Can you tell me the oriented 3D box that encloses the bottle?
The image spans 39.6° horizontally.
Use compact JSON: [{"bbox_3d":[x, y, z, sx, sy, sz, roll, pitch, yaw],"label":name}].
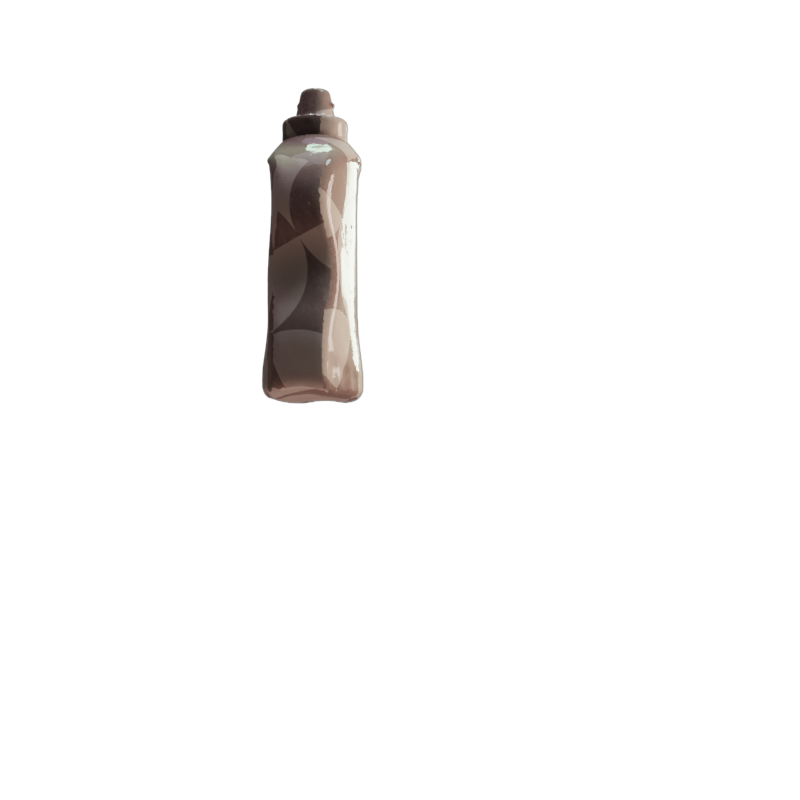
[{"bbox_3d":[-0.052,-0.096,0.675,0.059,0.197,0.092,-3,-10,9],"label":"bottle"}]
